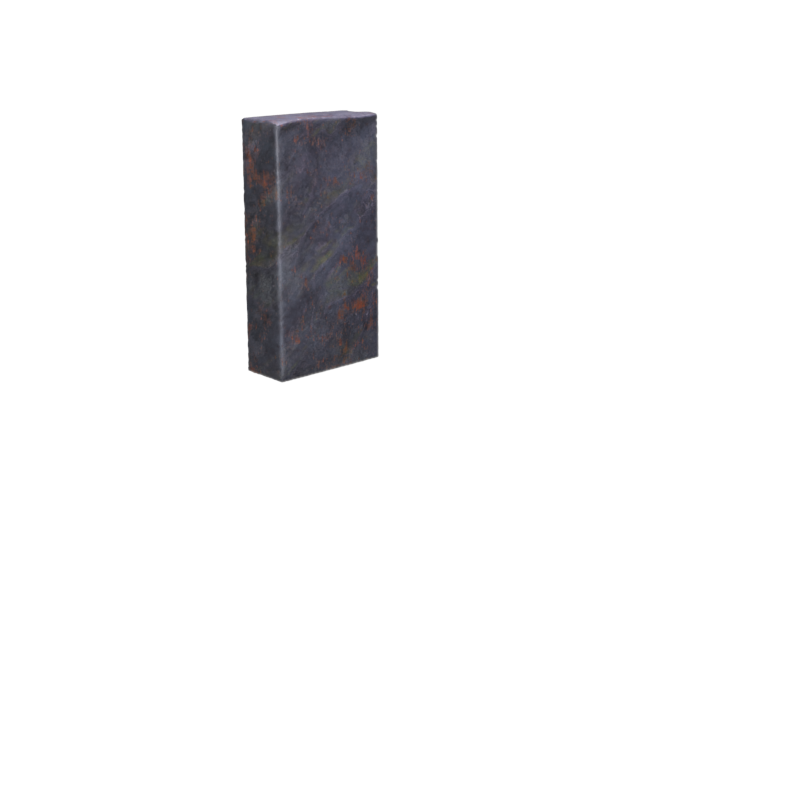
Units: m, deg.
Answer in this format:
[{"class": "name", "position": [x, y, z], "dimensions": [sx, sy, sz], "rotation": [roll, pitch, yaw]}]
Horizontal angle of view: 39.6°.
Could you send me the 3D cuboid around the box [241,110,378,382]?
[{"class": "box", "position": [-0.060, -0.109, 0.767], "dimensions": [0.091, 0.171, 0.051], "rotation": [-13, 19, -41]}]
